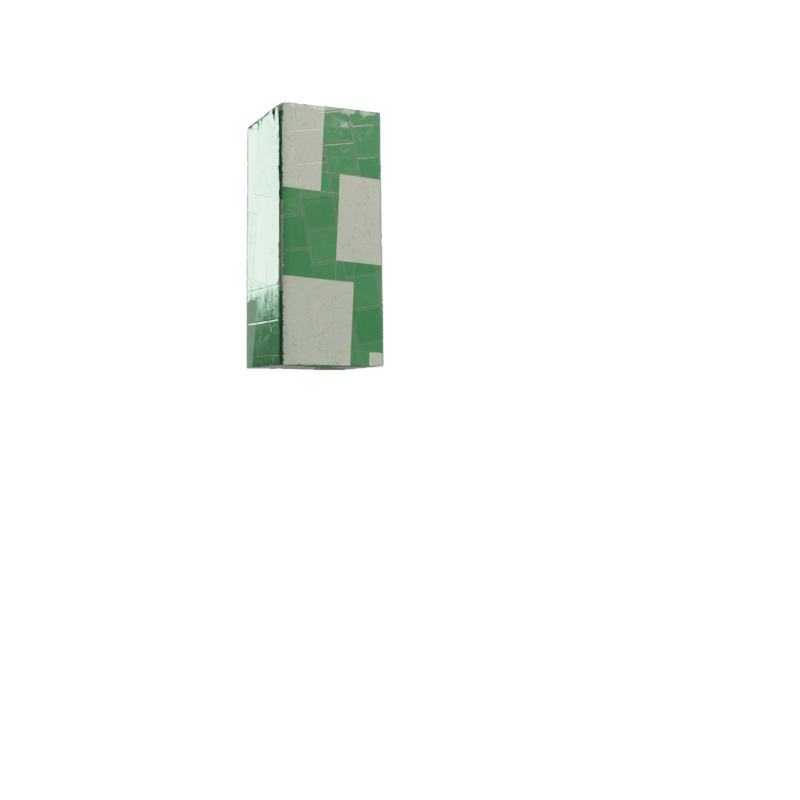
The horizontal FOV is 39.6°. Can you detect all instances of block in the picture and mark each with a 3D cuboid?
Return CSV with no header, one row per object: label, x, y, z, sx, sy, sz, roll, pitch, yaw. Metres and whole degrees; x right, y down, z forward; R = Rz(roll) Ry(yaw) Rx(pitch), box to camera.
block,-0.072,-0.130,0.912,0.087,0.210,0.092,3,-8,-24
